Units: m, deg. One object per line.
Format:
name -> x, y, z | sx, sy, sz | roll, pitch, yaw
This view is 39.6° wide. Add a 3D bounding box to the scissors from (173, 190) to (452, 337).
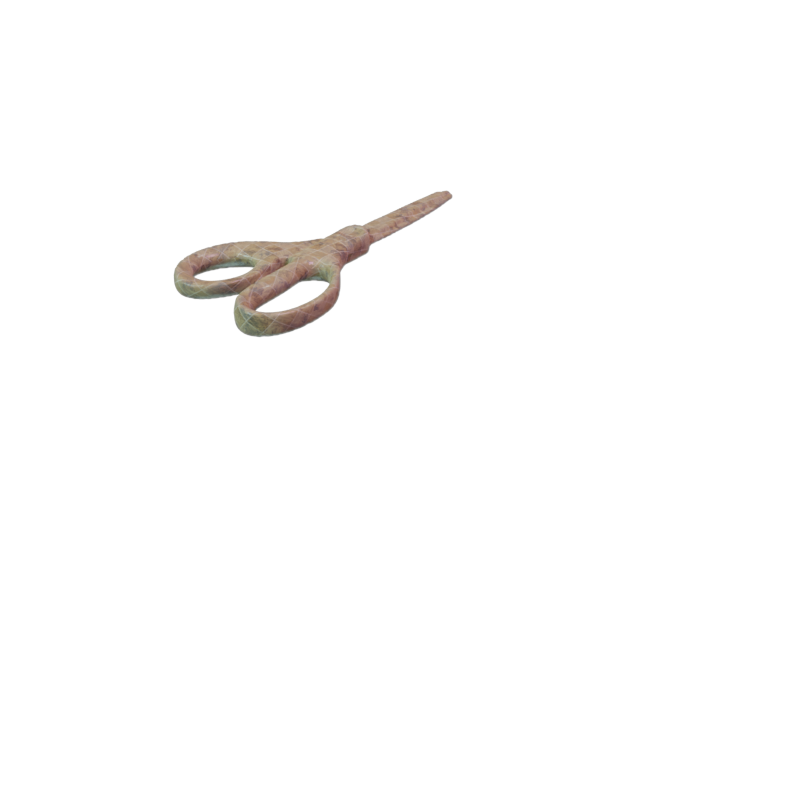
scissors -> -0.048, -0.087, 0.610 | 0.099, 0.015, 0.207 | 11, 32, 18
